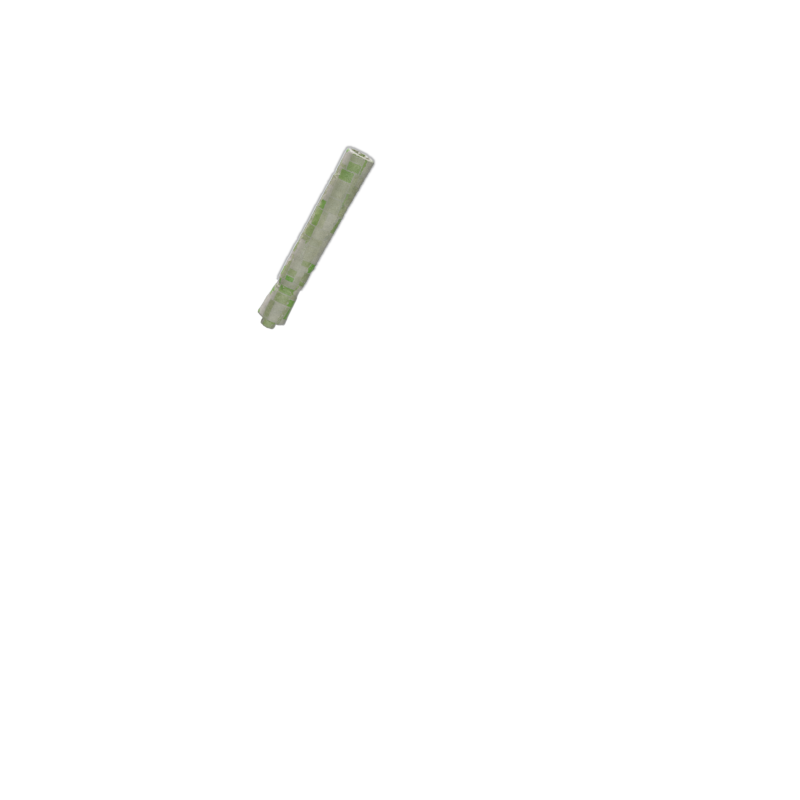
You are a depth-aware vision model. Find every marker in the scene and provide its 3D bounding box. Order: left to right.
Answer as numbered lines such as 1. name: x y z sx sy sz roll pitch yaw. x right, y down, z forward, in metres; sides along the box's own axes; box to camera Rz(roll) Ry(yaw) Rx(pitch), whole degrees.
1. marker: -0.052 -0.095 0.666 0.019 0.118 0.021 28 14 -11
